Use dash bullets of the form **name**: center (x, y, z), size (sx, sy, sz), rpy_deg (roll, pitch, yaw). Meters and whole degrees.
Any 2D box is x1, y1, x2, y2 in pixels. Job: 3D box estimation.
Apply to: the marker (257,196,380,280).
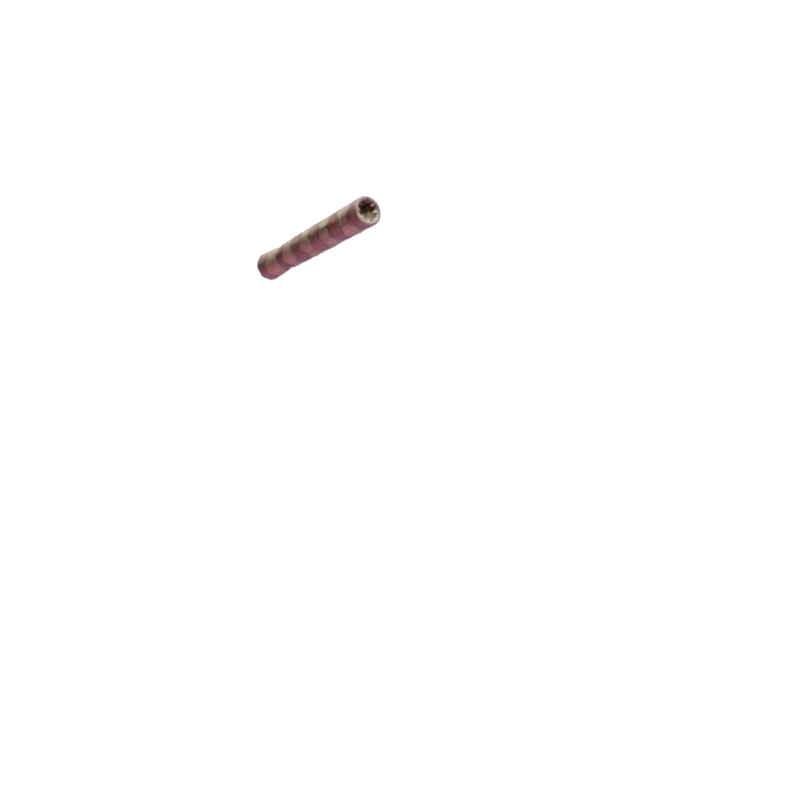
- **marker**: center (-0.055, -0.100, 0.700), size (0.019, 0.020, 0.122), rpy_deg (-3, -10, -38)
